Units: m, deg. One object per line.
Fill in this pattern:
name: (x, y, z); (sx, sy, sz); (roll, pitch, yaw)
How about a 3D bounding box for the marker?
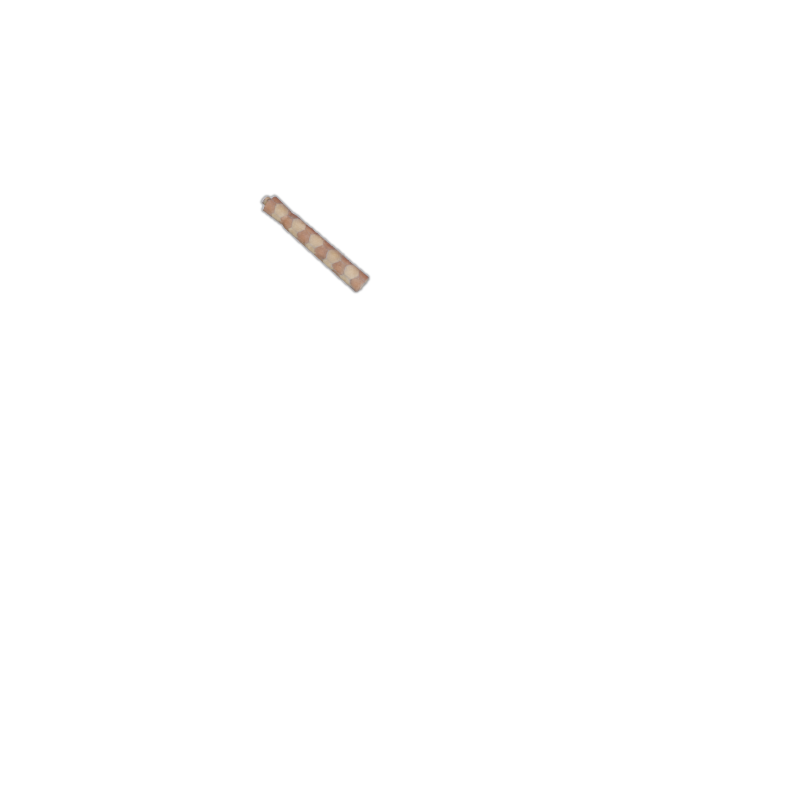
marker: (-0.078, -0.143, 1.000); (0.125, 0.019, 0.019); (42, 12, 12)
